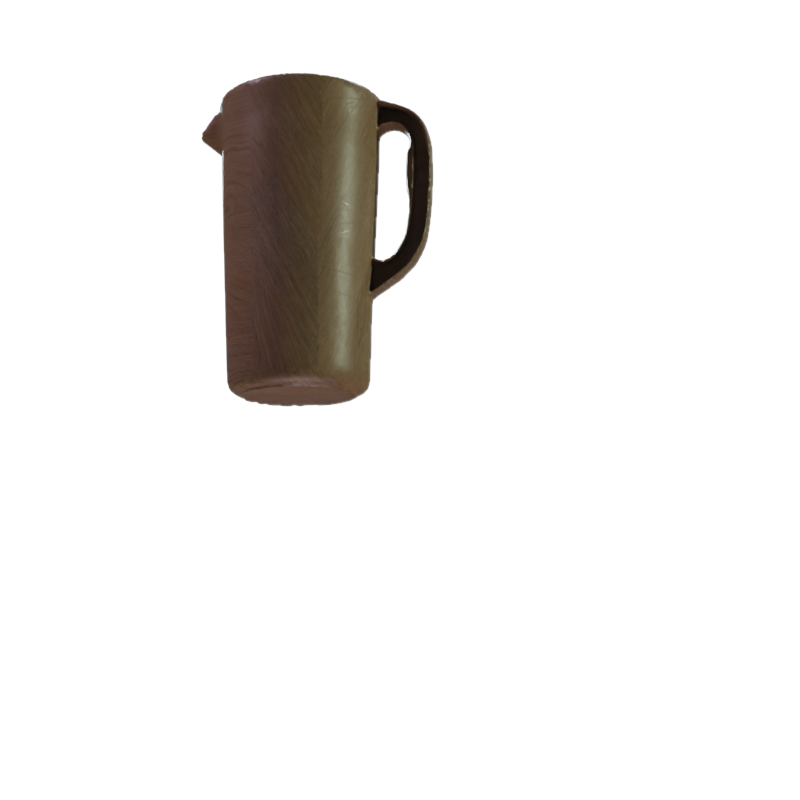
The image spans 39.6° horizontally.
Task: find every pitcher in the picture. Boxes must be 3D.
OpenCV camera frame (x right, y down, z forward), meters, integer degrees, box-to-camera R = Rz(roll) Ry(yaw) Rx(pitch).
[{"bbox_3d":[-0.068,-0.124,0.866,0.138,0.253,0.150,10,-19,-34],"label":"pitcher"}]
